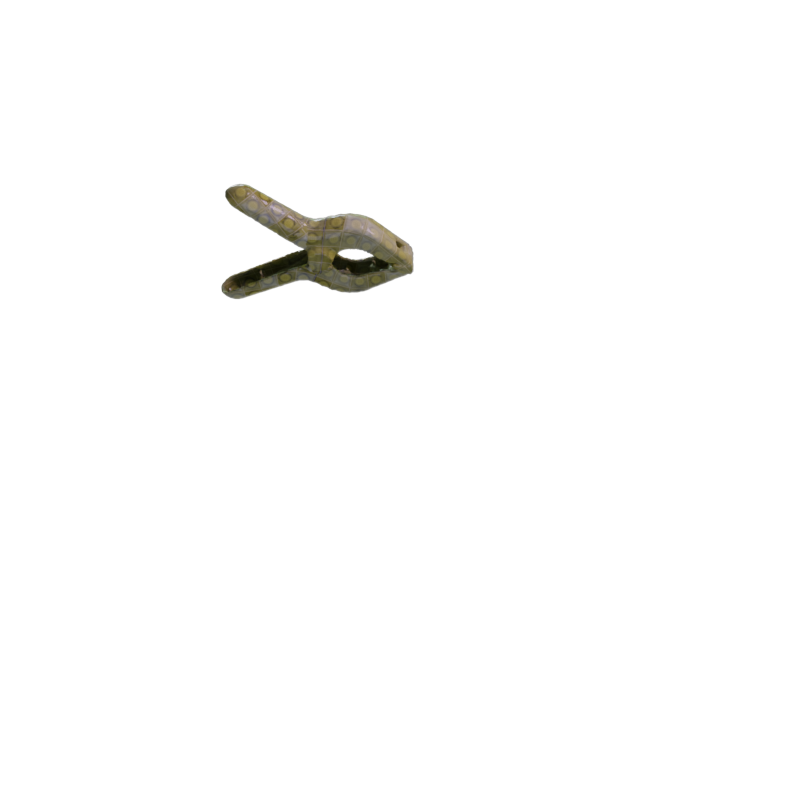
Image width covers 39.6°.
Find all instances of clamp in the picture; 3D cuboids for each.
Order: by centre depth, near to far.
[{"bbox_3d":[-0.074,-0.136,0.950,0.172,0.042,0.111,-2,-40,2],"label":"clamp"}]
